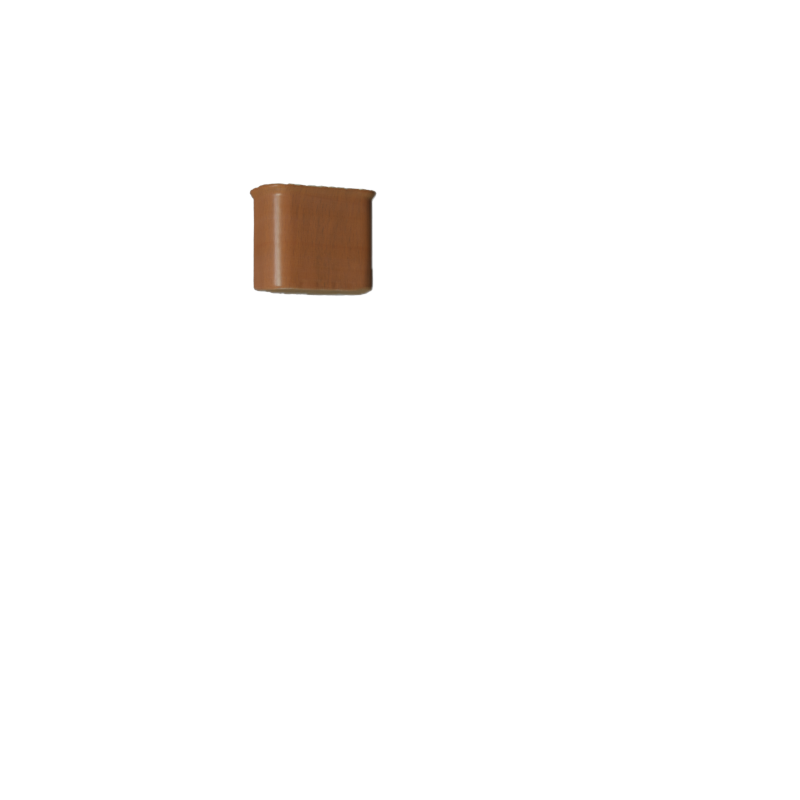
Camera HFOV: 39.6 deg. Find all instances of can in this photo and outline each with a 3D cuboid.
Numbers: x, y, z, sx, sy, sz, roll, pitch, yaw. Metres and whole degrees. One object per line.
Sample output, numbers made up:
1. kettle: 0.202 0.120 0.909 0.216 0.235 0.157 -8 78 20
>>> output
1. can: -0.071 -0.129 0.905 0.099 0.085 0.059 1 -4 -26
